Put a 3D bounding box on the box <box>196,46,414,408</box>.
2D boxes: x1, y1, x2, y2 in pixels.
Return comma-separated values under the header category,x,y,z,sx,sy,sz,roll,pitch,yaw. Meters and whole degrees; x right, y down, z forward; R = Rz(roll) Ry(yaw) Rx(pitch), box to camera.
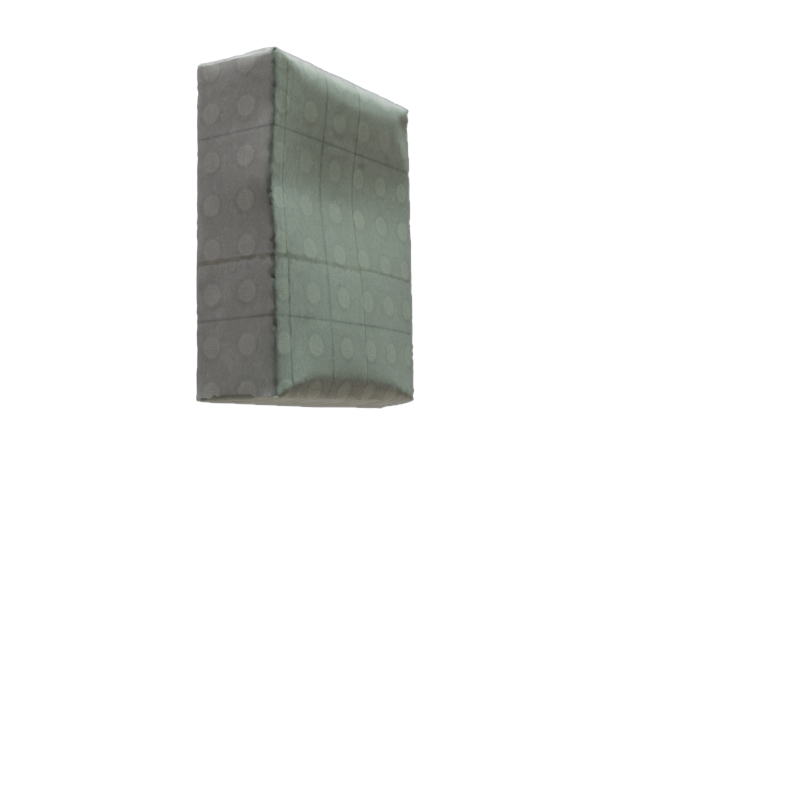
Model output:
category,x,y,z,sx,sy,sz,roll,pitch,yaw
box,-0.057,-0.104,0.727,0.074,0.219,0.156,-6,-9,32
